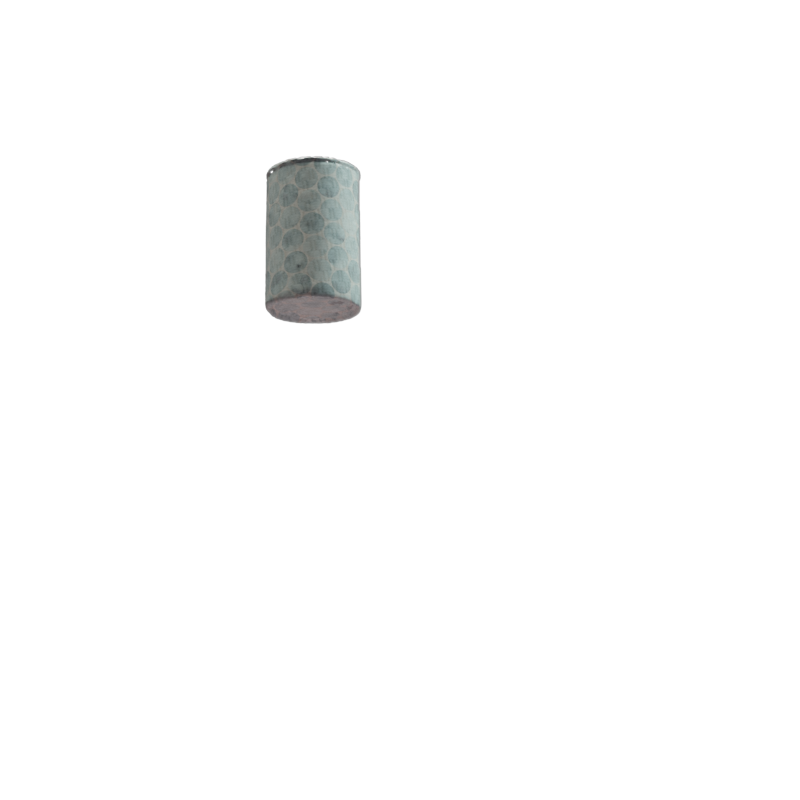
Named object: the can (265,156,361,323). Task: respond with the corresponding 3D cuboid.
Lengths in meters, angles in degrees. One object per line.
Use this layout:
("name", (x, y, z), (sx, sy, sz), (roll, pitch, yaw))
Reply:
("can", (-0.061, -0.111, 0.779), (0.068, 0.107, 0.066), (0, -18, -2))
